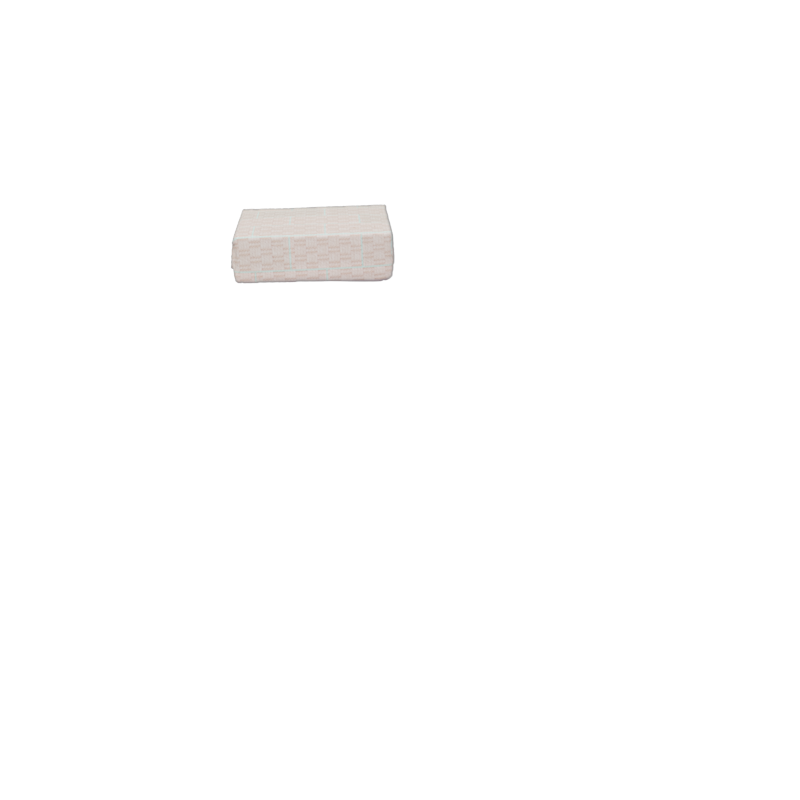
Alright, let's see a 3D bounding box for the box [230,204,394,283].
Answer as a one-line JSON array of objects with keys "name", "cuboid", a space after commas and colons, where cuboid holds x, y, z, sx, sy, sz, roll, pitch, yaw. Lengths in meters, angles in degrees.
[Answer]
[{"name": "box", "cuboid": [-0.063, -0.115, 0.804, 0.113, 0.037, 0.094, 0, 21, -1]}]
